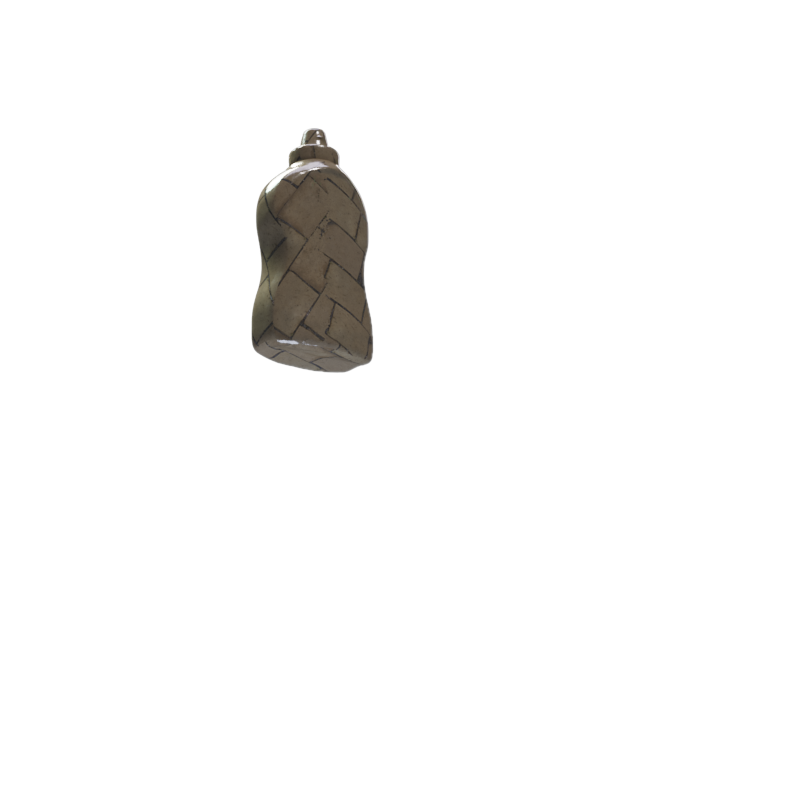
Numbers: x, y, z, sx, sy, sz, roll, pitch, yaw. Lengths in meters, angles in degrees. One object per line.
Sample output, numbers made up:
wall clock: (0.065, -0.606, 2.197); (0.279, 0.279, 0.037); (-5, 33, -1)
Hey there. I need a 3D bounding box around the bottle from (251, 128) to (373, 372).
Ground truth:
bottle: (-0.067, -0.123, 0.859); (0.091, 0.202, 0.058); (14, -27, -35)
